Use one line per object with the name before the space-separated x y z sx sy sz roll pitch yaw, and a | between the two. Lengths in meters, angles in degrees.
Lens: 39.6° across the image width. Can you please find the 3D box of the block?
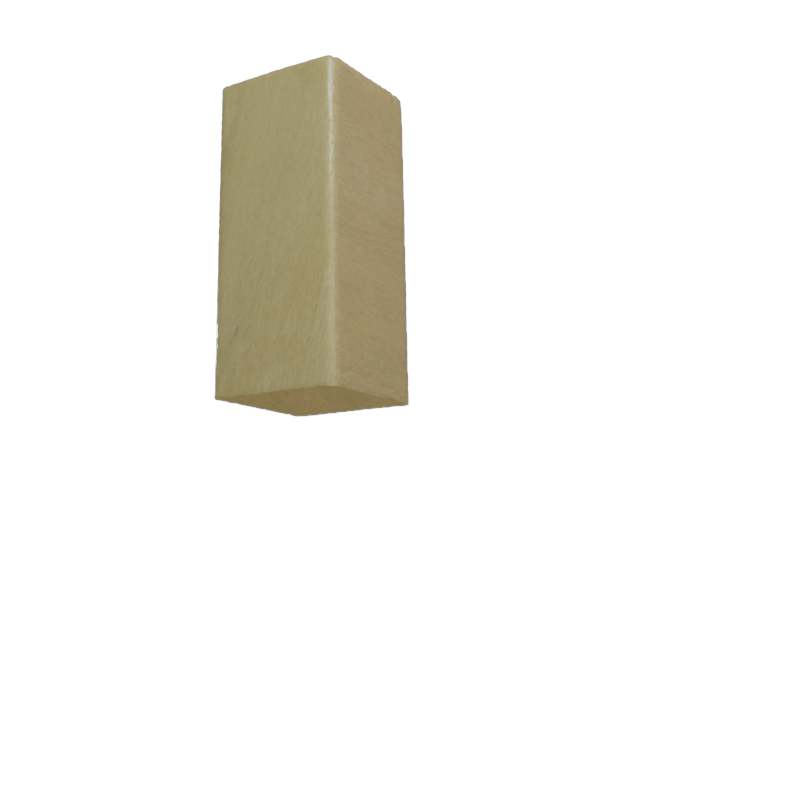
block | -0.055 -0.101 0.710 0.092 0.214 0.085 -11 -18 31
